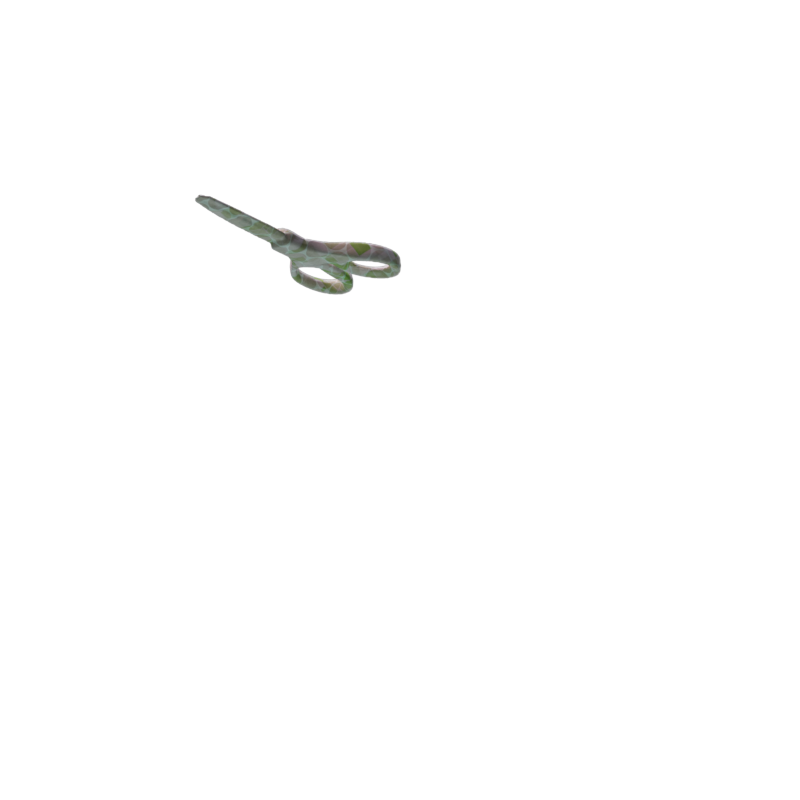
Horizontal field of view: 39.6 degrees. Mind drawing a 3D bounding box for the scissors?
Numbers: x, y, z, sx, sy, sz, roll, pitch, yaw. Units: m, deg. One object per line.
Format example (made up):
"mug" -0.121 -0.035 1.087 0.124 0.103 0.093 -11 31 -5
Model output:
"scissors" -0.063 -0.115 0.808 0.098 0.016 0.190 -4 -15 17
